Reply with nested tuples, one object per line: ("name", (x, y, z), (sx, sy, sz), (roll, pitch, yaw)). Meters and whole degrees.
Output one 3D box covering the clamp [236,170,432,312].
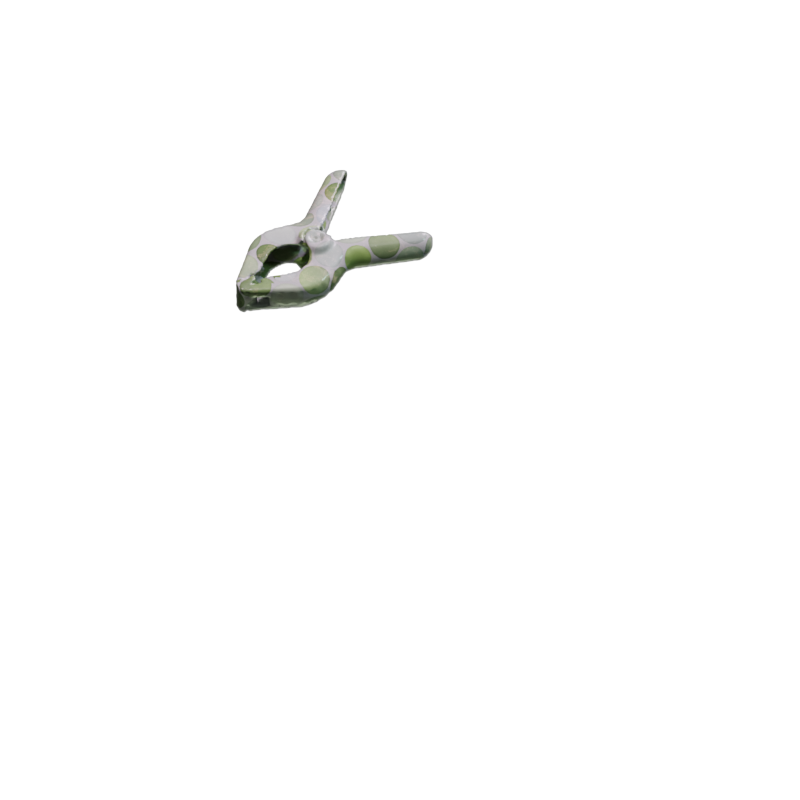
("clamp", (-0.072, -0.132, 0.925), (0.170, 0.036, 0.129), (-25, 49, -24))
